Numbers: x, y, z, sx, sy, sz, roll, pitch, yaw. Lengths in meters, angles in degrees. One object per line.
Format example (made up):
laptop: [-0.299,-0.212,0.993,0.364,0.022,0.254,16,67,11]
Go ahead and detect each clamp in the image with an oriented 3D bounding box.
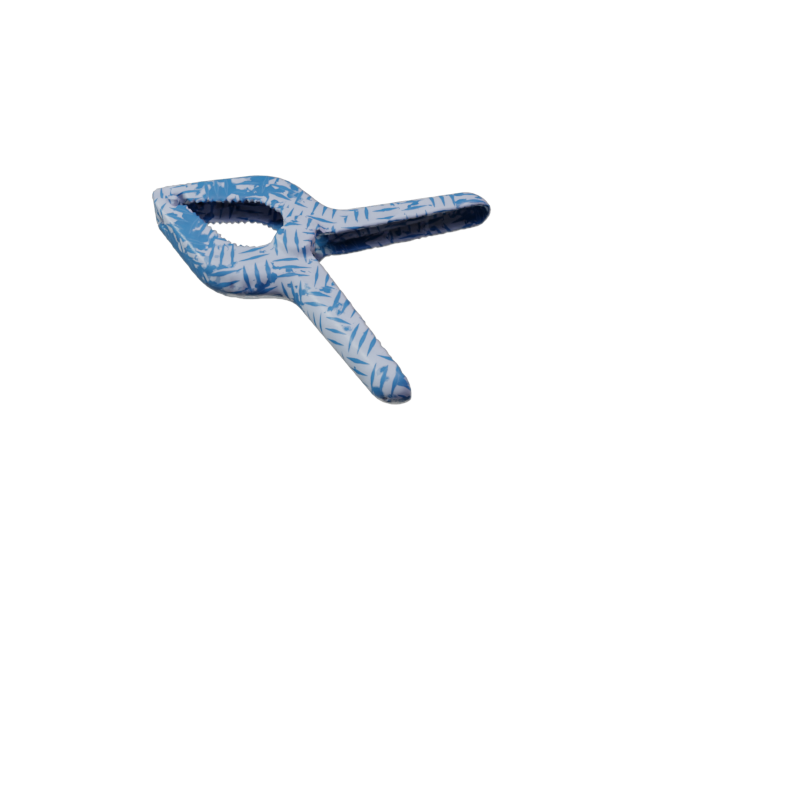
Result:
clamp: [-0.055,-0.099,0.697,0.218,0.170,0.034,23,-35,18]
